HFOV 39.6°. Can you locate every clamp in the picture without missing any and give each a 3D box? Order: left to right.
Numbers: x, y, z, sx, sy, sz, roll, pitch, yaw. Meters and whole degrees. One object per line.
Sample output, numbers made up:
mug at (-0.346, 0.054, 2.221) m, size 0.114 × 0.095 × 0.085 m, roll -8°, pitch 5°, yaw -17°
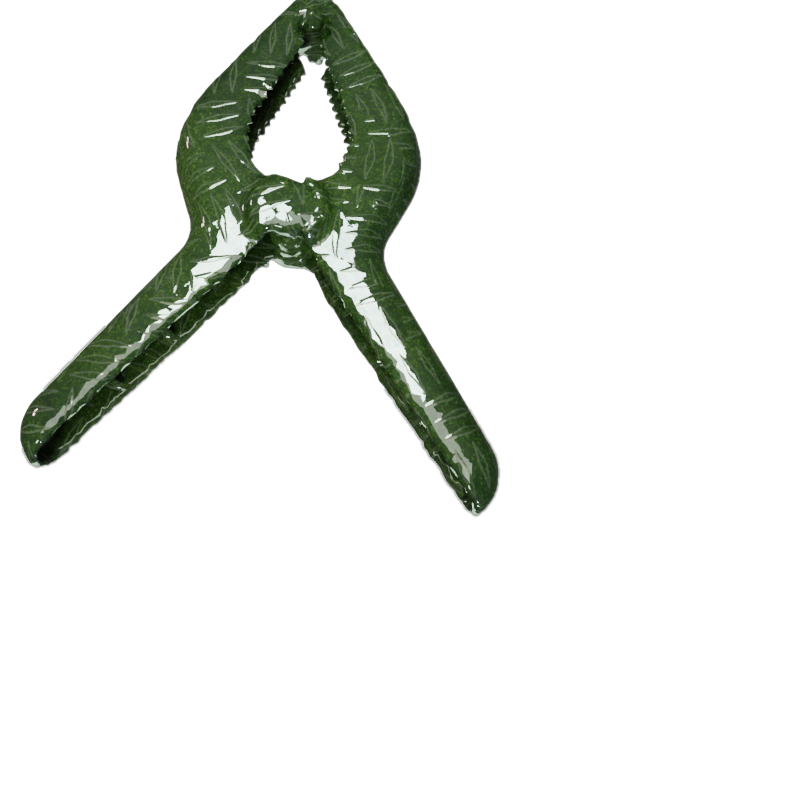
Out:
clamp at (-0.033, -0.060, 0.417) m, size 0.166 × 0.220 × 0.034 m, roll 11°, pitch -24°, yaw 5°
